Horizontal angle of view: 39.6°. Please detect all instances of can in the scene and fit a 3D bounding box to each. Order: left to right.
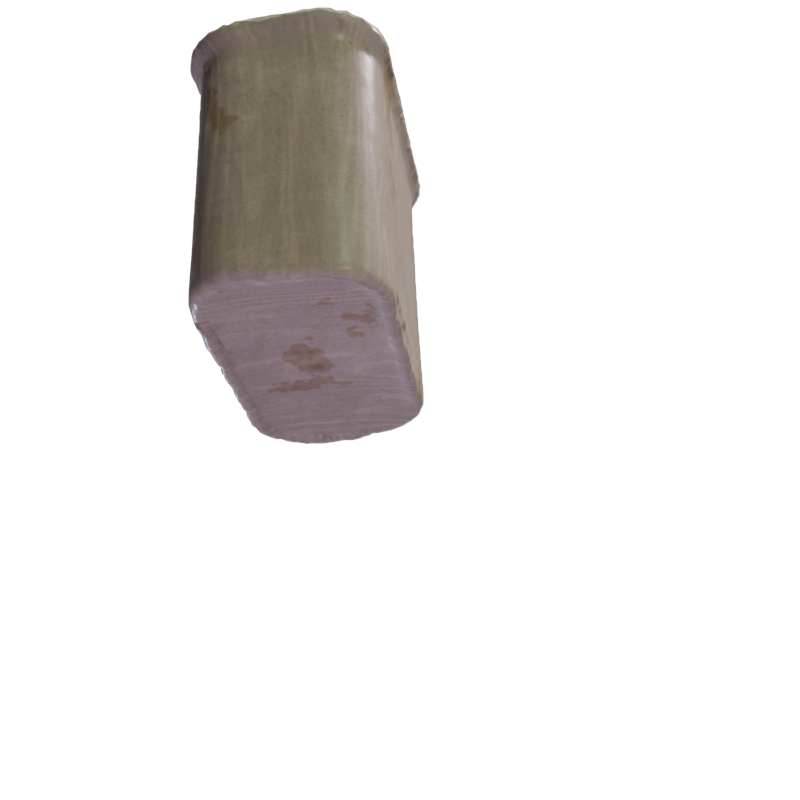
[{"bbox_3d":[-0.025,-0.046,0.319,0.058,0.089,0.095,-6,-30,7],"label":"can"}]
